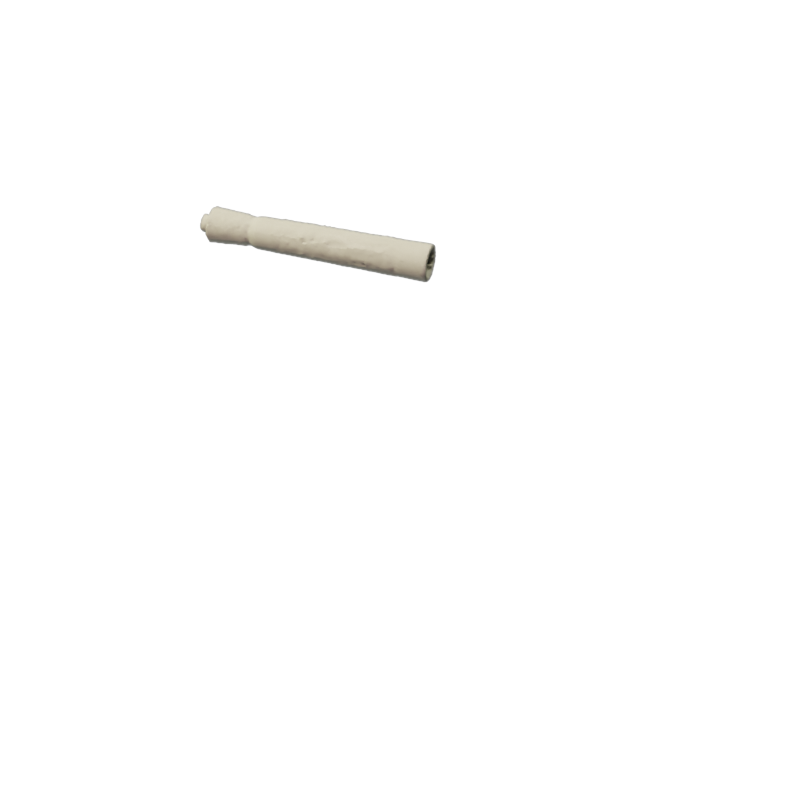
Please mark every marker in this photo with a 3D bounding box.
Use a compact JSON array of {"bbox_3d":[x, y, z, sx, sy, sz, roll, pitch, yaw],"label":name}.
[{"bbox_3d":[-0.043,-0.078,0.548,0.125,0.020,0.019,13,8,19],"label":"marker"}]
